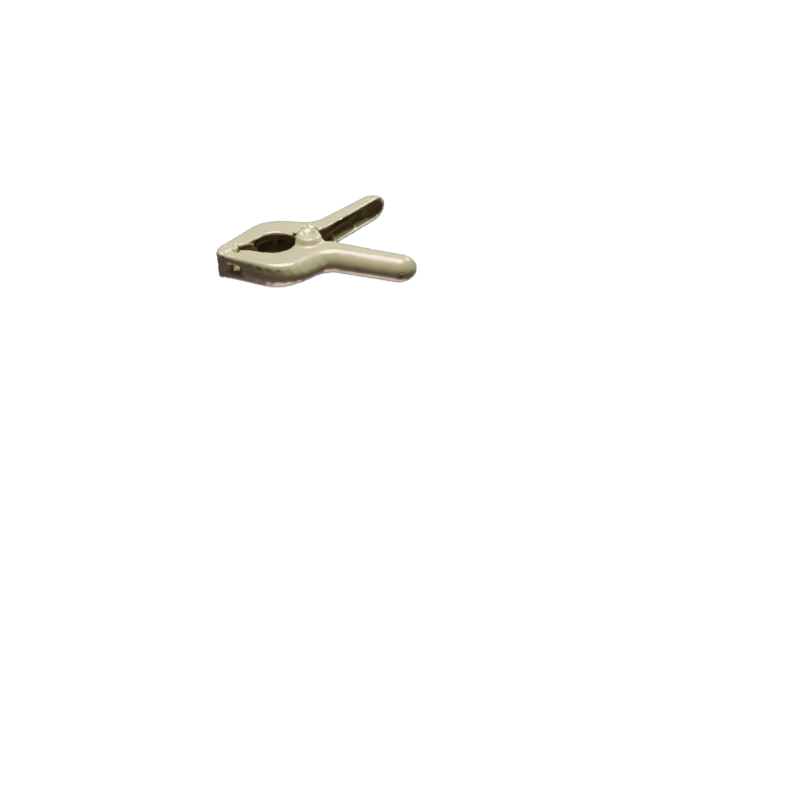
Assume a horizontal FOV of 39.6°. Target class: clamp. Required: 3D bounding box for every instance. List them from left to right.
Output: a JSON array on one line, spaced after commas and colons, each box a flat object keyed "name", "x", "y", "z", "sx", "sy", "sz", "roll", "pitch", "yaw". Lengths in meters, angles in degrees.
[{"name": "clamp", "x": -0.077, "y": -0.141, "z": 0.989, "sx": 0.171, "sy": 0.037, "sz": 0.128, "roll": -3, "pitch": 34, "yaw": -4}]
